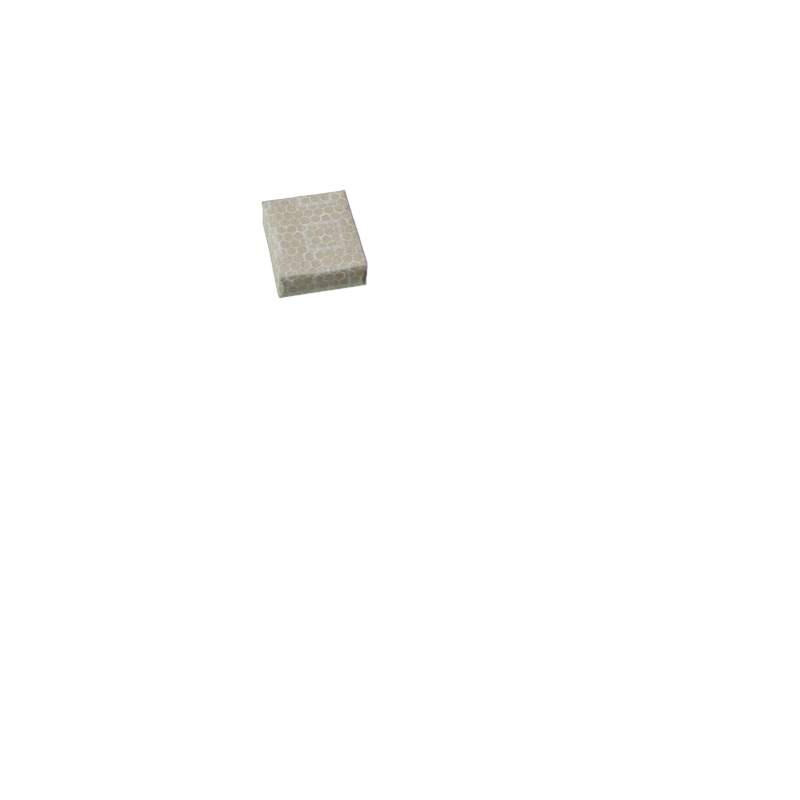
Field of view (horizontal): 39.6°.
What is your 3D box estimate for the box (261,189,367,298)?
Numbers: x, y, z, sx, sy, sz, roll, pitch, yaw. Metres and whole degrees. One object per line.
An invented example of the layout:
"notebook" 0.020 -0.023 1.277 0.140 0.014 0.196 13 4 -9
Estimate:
"box" -0.071 -0.130 0.911 0.072 0.096 0.028 -9 -38 -8
